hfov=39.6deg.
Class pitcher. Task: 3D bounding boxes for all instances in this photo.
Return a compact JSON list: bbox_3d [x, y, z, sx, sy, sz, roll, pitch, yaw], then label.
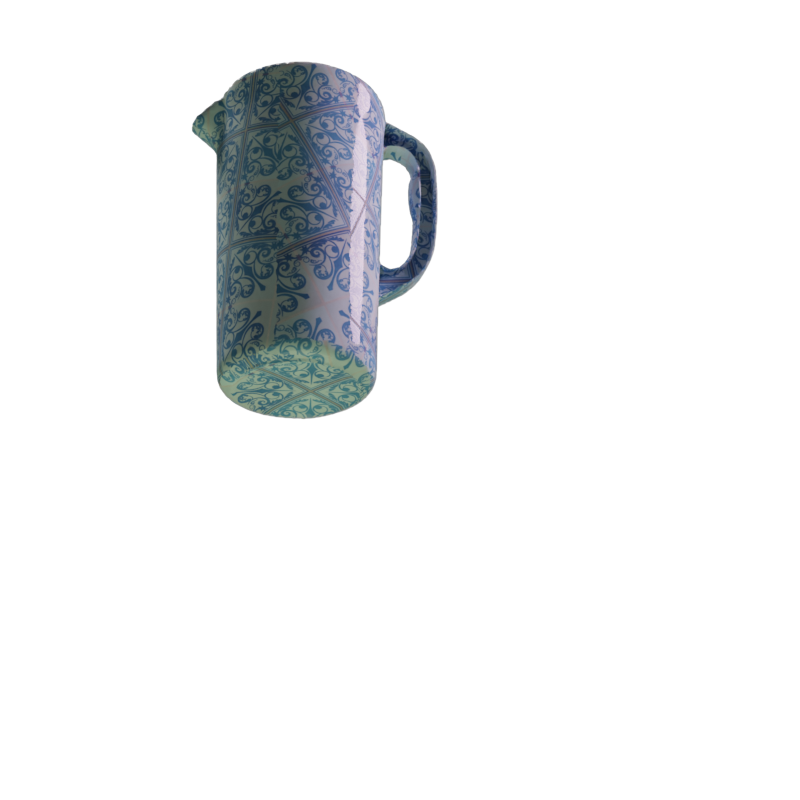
[{"bbox_3d":[-0.063,-0.115,0.807,0.151,0.259,0.134,-18,-34,25],"label":"pitcher"}]
